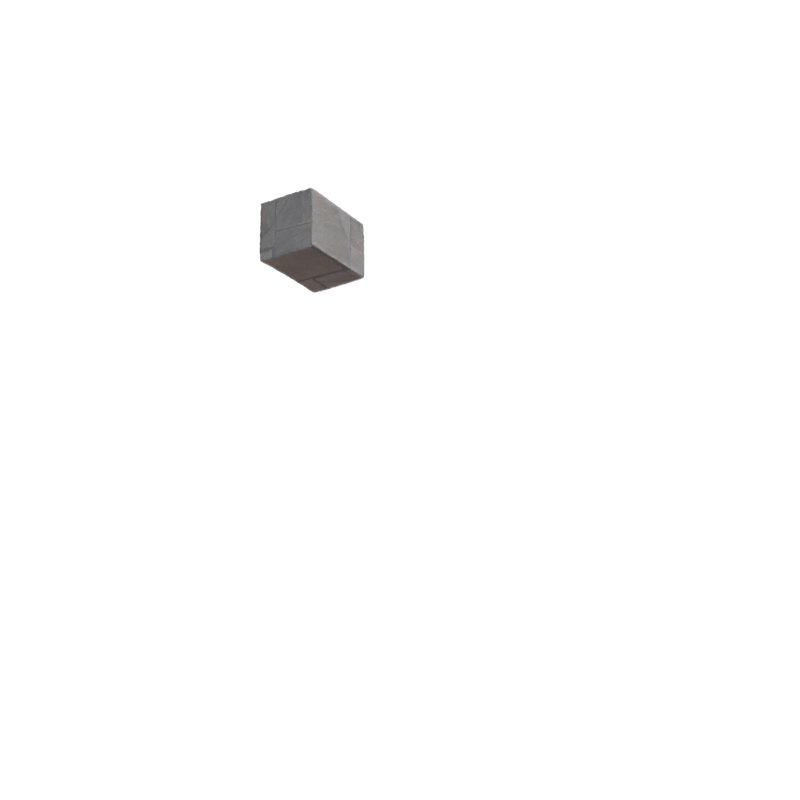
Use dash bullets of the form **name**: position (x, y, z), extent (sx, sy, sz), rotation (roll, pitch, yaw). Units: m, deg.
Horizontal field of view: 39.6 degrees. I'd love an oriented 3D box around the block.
- **block**: position (-0.070, -0.128, 0.894), extent (0.054, 0.054, 0.073), rotation (-14, -25, 29)
